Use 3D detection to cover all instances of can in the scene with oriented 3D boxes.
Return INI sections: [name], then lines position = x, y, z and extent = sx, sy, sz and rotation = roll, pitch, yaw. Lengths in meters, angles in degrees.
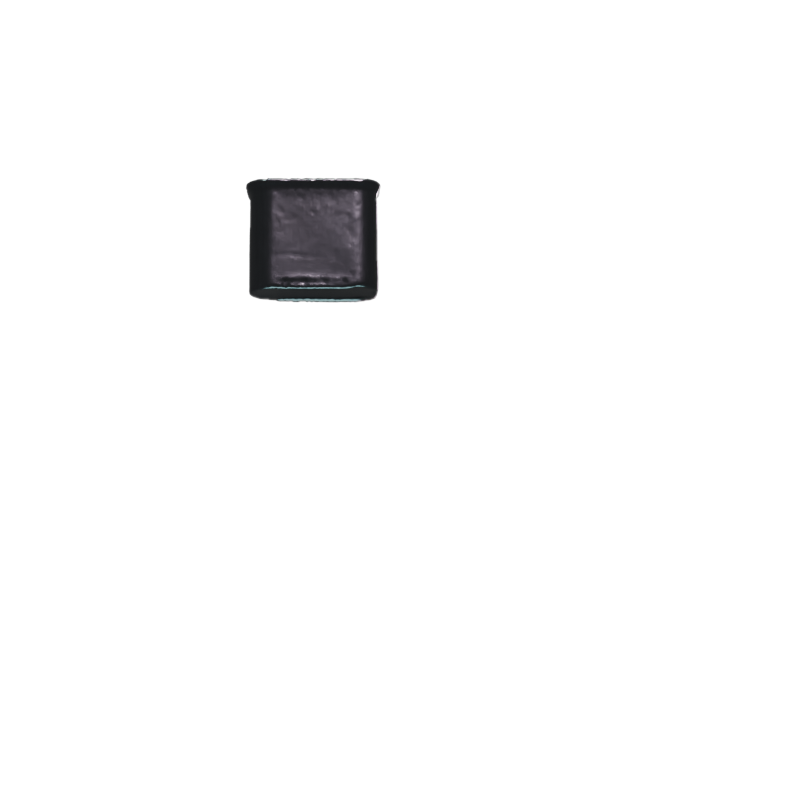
[can]
position = -0.066, -0.120, 0.839
extent = 0.102, 0.087, 0.056
rotation = 0, -12, -2
